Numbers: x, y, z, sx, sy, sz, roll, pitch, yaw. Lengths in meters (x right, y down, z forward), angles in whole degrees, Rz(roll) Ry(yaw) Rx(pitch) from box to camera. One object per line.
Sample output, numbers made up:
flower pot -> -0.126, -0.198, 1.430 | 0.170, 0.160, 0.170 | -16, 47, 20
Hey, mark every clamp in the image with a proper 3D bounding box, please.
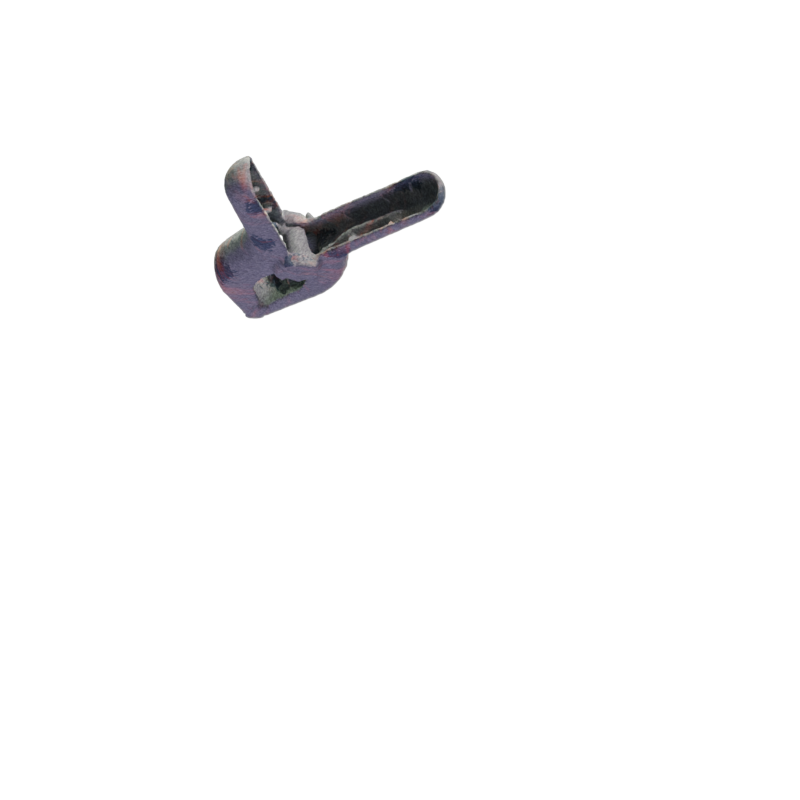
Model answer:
clamp -> -0.050, -0.090, 0.634 | 0.118, 0.041, 0.167 | 4, -17, -14
